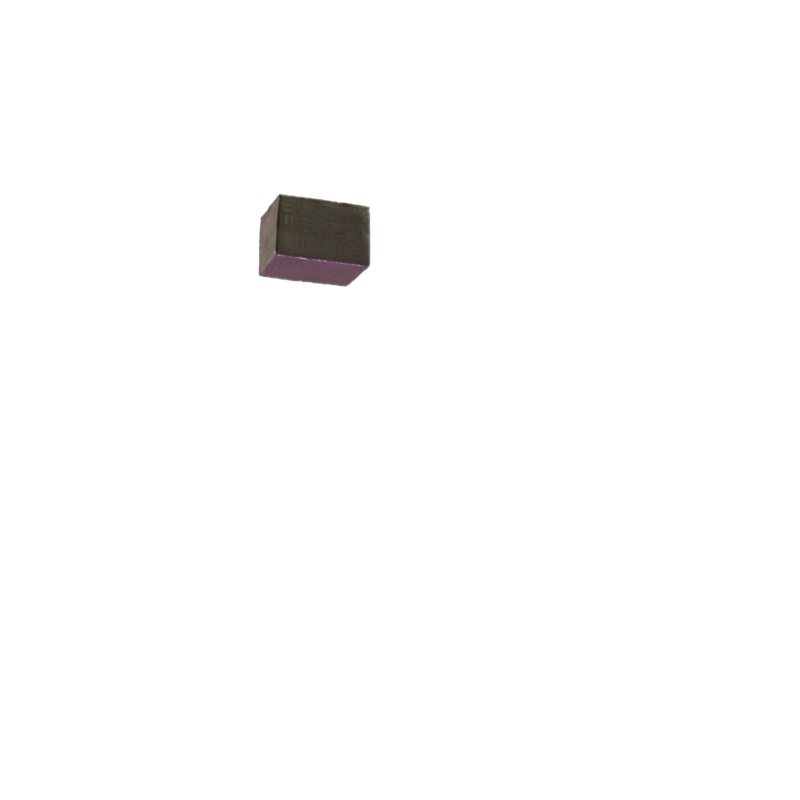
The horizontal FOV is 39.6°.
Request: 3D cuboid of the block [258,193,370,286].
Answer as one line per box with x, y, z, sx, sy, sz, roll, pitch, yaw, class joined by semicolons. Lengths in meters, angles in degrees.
-0.068;-0.125;0.872;0.076;0.054;0.052;6;-19;-20;block
